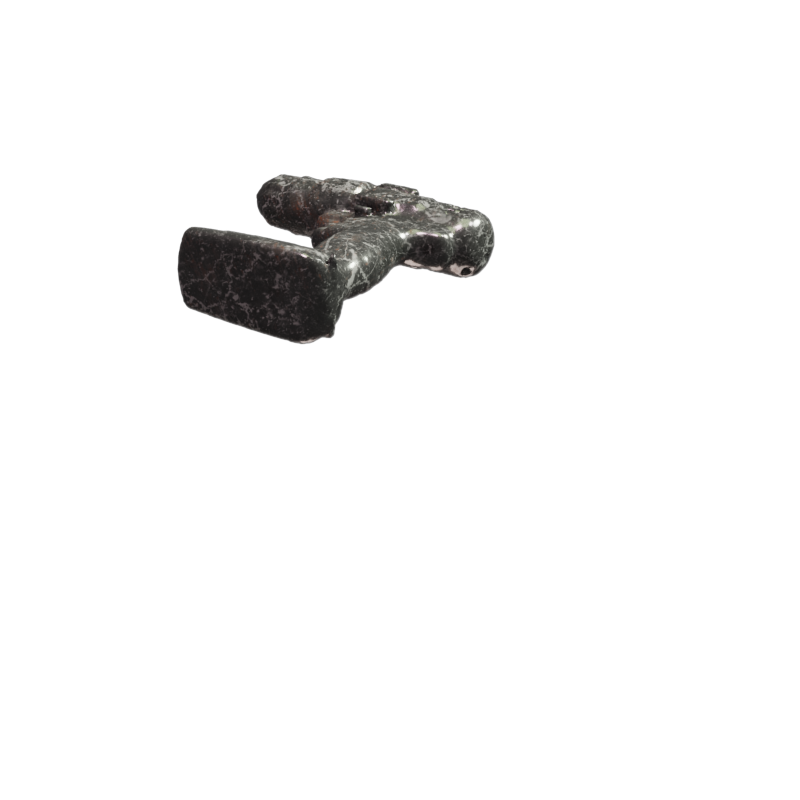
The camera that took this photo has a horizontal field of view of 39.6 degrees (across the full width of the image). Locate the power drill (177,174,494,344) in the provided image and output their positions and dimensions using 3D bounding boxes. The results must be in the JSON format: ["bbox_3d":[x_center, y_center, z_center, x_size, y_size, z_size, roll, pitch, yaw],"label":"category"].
[{"bbox_3d":[-0.056,-0.103,0.718,0.193,0.055,0.188,15,28,29],"label":"power drill"}]
